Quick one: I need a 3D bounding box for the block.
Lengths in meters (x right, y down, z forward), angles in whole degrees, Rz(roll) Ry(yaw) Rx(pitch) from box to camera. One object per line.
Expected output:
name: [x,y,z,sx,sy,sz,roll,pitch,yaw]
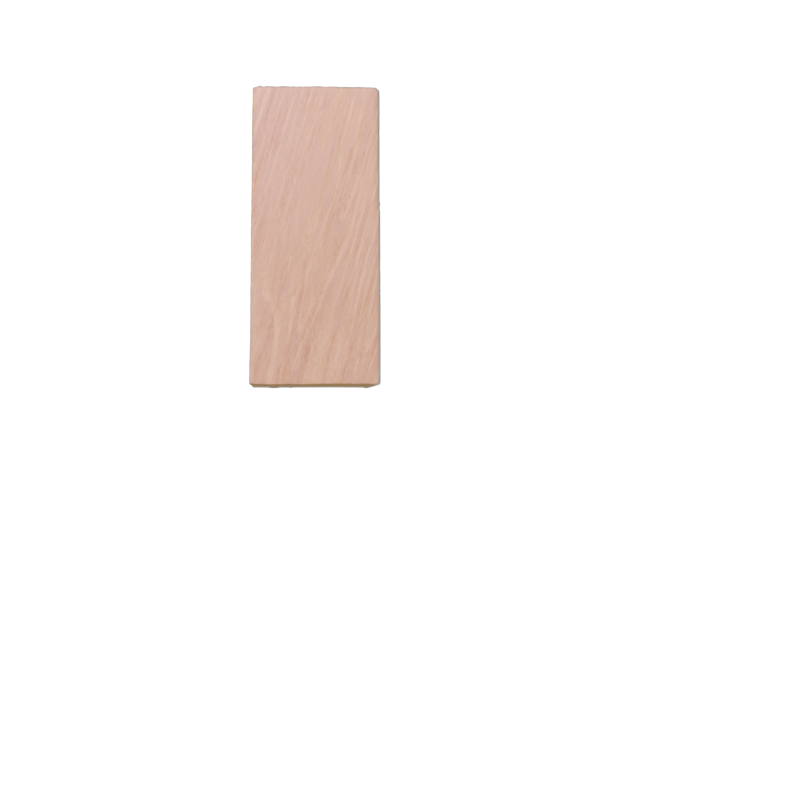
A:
block: [-0.062,-0.114,0.797,0.090,0.210,0.089,0,-8,-4]
